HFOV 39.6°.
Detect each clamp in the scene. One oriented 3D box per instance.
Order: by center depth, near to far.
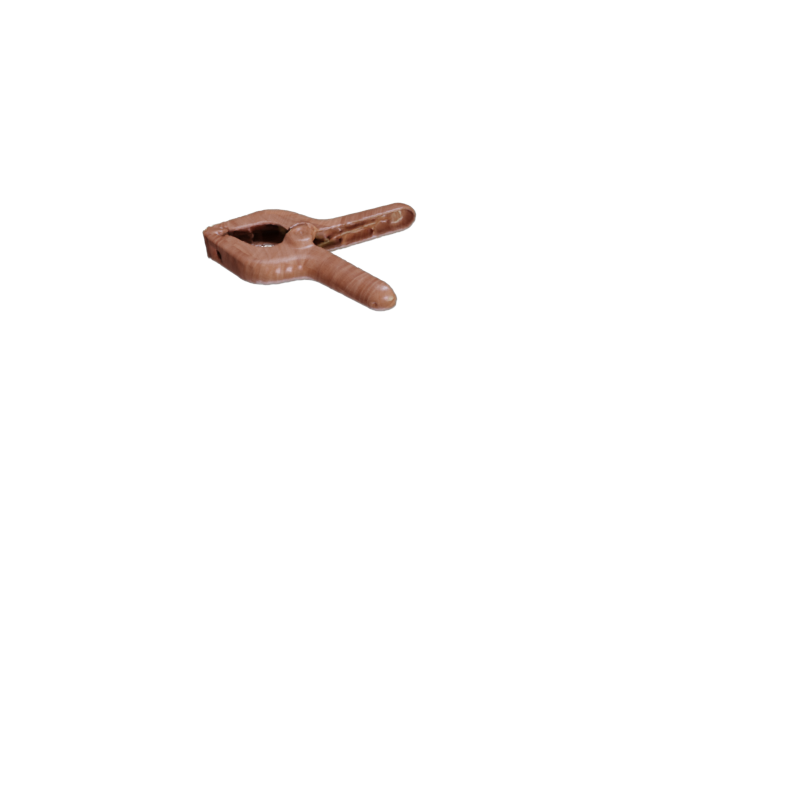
[{"bbox_3d":[-0.070,-0.127,0.892,0.176,0.037,0.125,13,40,15],"label":"clamp"}]
